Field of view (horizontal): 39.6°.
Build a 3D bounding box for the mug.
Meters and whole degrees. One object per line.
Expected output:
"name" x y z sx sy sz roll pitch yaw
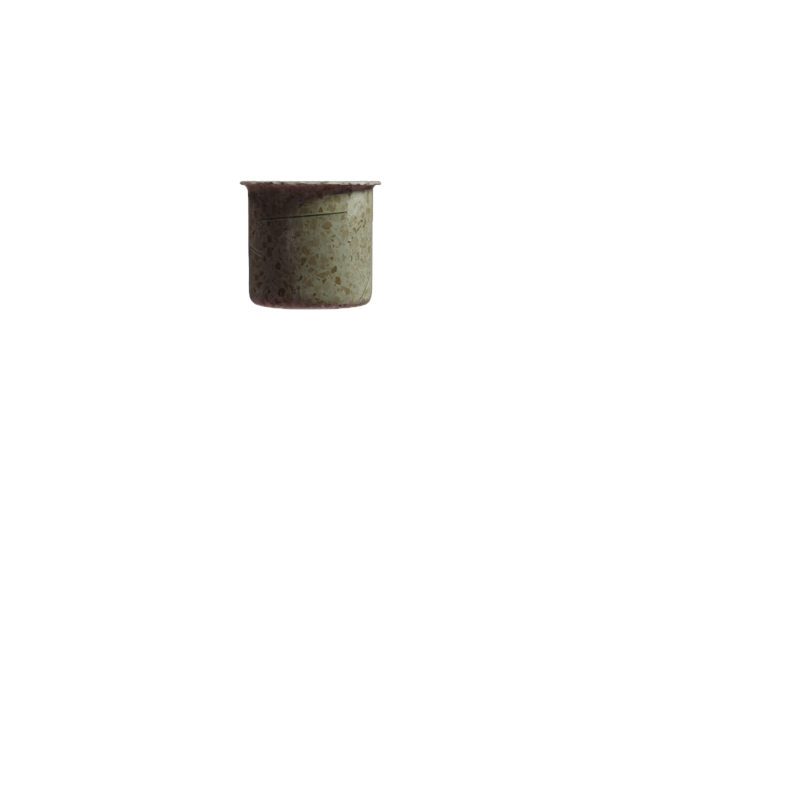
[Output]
"mug" -0.058 -0.106 0.742 0.094 0.080 0.118 1 9 6
